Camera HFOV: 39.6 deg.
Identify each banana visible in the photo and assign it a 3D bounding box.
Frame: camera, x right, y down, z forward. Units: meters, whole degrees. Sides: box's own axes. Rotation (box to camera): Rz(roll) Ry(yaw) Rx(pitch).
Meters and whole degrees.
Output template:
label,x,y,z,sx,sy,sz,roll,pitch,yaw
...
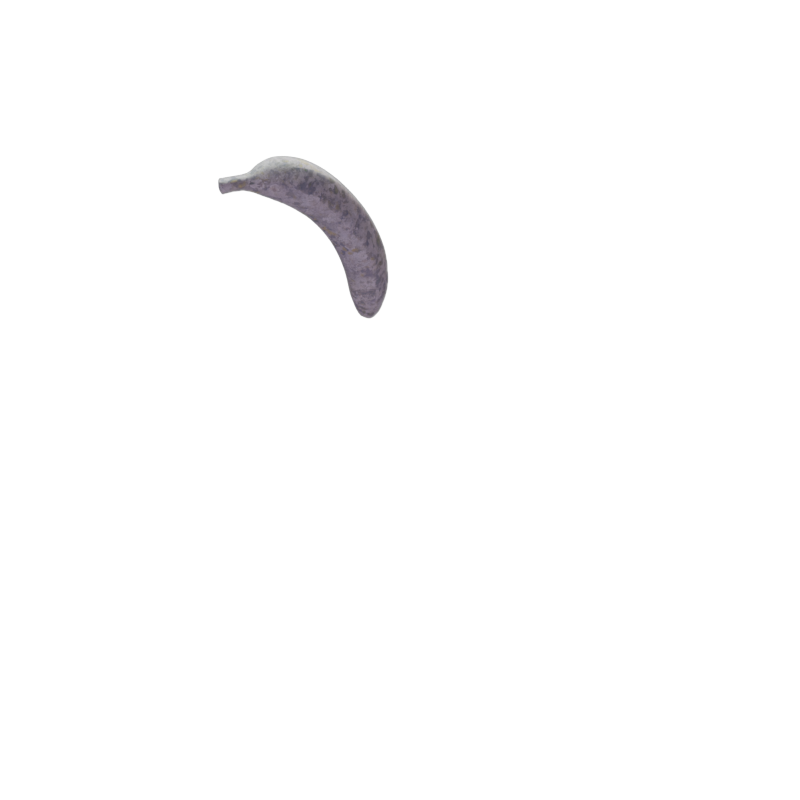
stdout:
label,x,y,z,sx,sy,sz,roll,pitch,yaw
banana,-0.057,-0.136,0.880,0.070,0.039,0.184,-27,-48,26
